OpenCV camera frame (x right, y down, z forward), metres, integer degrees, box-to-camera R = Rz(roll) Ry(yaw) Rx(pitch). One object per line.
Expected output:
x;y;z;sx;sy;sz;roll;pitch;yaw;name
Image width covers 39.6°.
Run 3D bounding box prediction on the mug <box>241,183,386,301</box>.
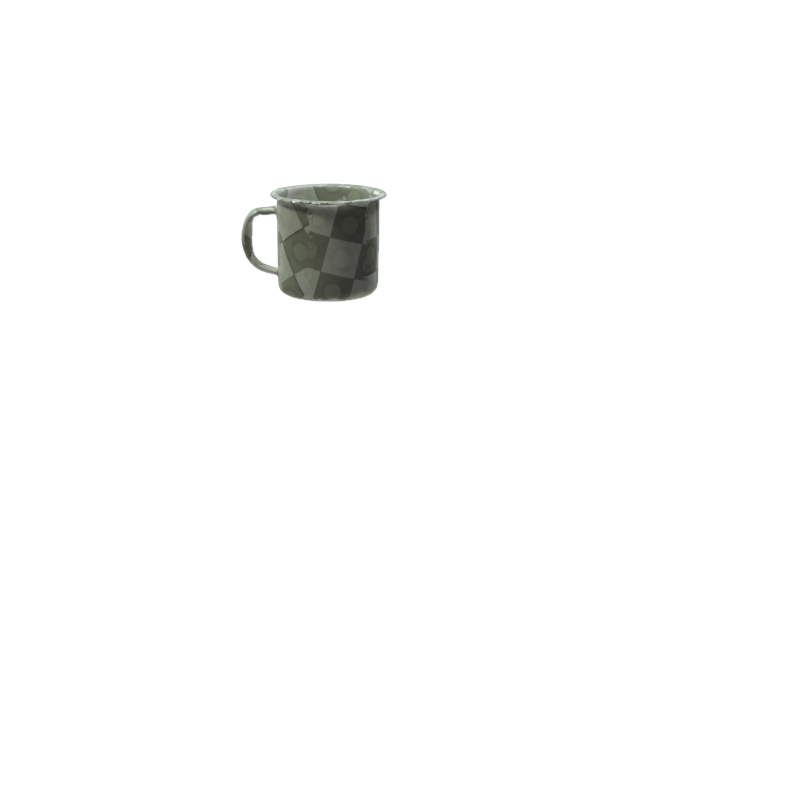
-0.070;-0.128;0.894;0.117;0.079;0.096;1;16;1;mug
